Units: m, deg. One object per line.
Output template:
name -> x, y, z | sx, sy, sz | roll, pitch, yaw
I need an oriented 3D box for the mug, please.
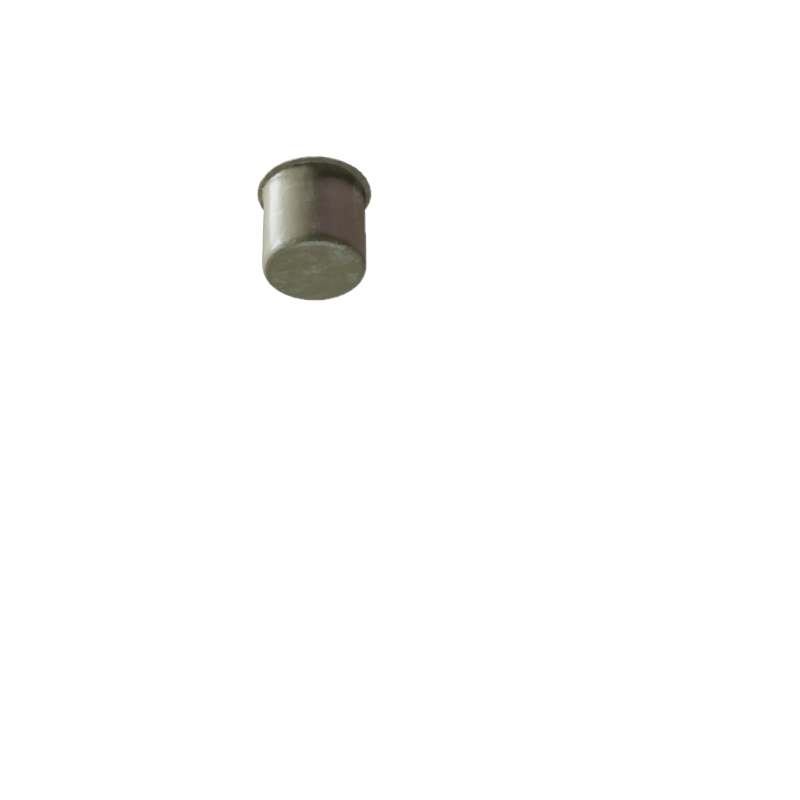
mug -> -0.070, -0.127, 0.890 | 0.092, 0.087, 0.110 | 3, -34, -6
